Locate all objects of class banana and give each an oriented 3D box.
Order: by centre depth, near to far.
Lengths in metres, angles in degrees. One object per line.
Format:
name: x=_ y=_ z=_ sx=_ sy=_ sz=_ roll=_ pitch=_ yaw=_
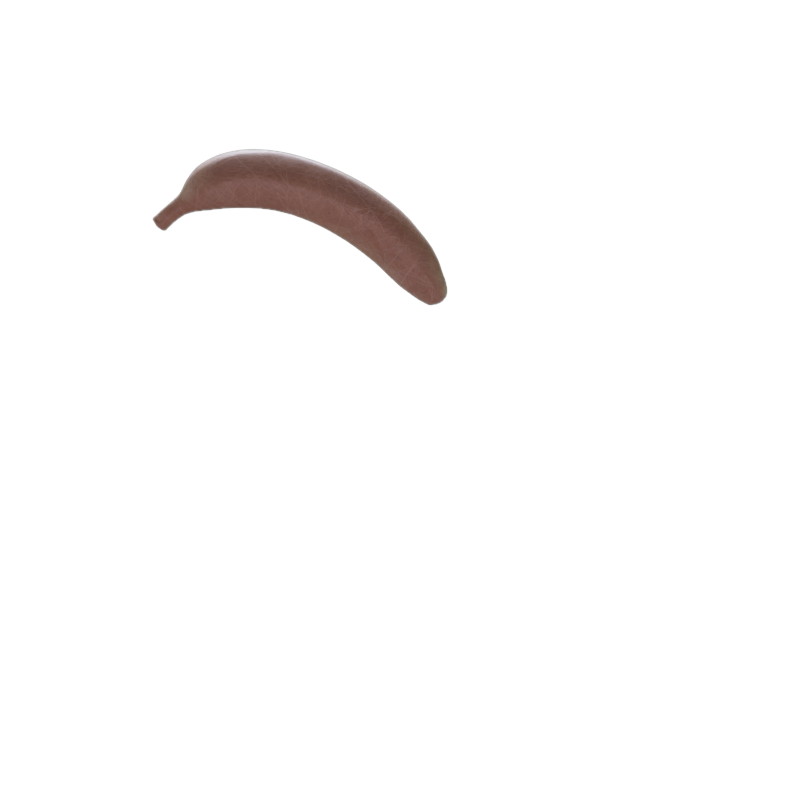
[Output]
banana: x=-0.053 y=-0.117 z=0.708 sx=0.194 sy=0.067 sz=0.039 roll=16 pitch=30 yaw=-10
